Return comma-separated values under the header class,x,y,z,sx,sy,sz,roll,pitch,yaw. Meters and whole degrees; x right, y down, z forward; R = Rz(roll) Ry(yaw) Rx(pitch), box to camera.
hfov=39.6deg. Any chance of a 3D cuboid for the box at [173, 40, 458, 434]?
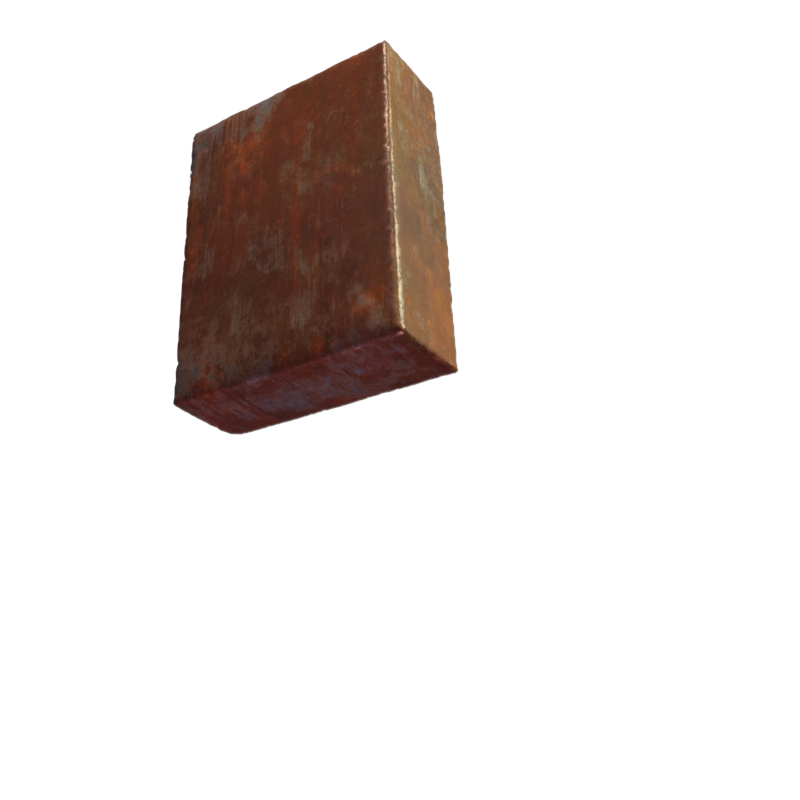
class,x,y,z,sx,sy,sz,roll,pitch,yaw
box,-0.055,-0.101,0.705,0.166,0.228,0.067,-19,-35,27
